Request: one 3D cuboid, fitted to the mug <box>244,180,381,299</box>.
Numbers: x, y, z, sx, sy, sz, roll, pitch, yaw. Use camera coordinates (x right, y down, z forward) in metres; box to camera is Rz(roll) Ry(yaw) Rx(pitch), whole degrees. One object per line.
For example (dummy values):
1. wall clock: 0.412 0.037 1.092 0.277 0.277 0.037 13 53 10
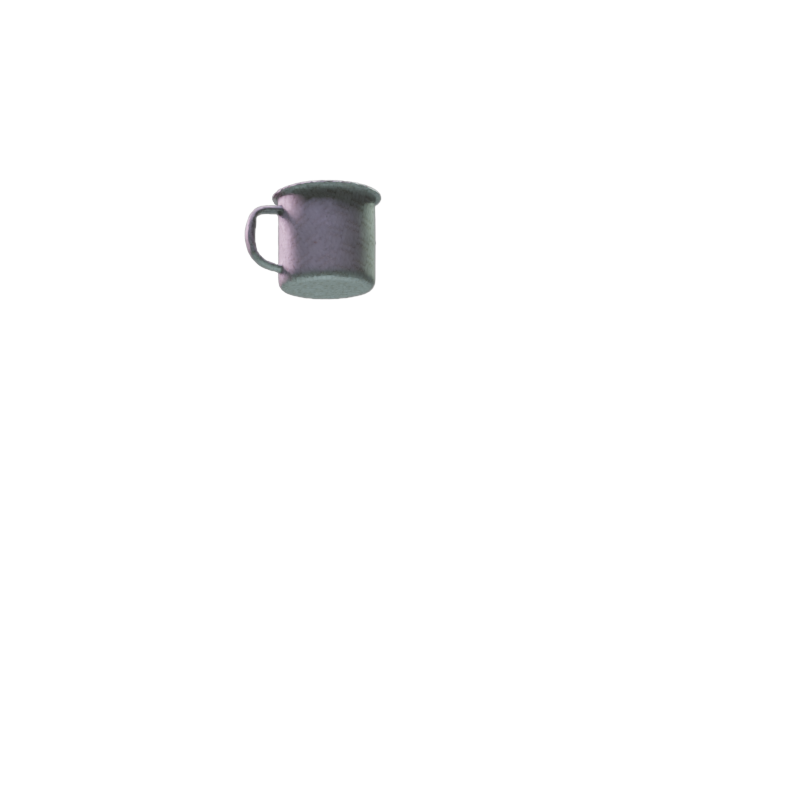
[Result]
1. mug: -0.073 -0.133 0.929 0.114 0.084 0.093 4 -12 -21
